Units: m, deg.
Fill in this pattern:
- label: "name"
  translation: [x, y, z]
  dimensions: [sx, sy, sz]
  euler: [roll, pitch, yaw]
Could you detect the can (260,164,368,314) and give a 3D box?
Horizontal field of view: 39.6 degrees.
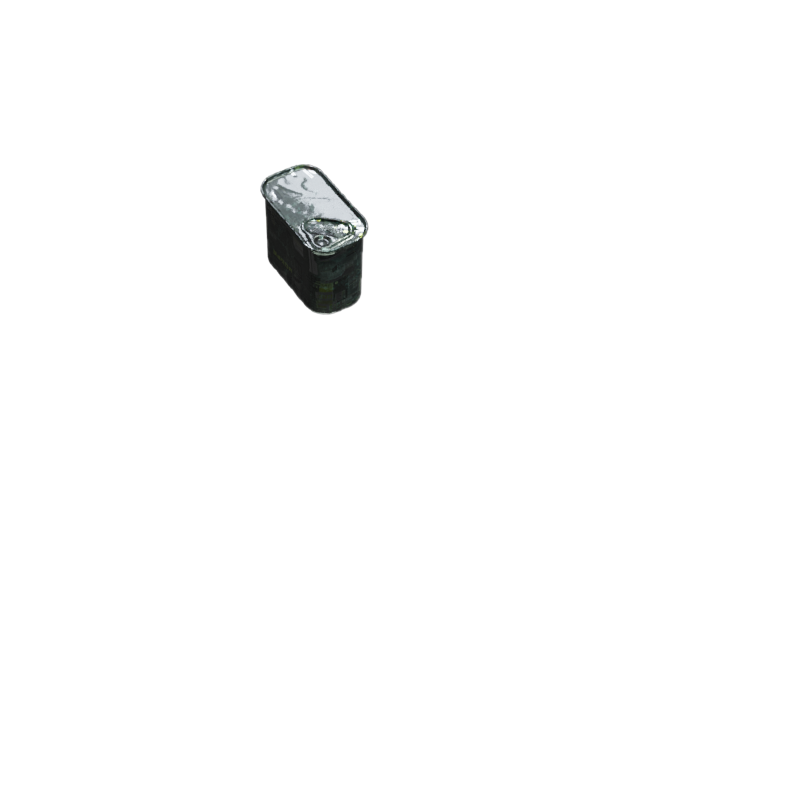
- label: "can"
  translation: [-0.073, -0.132, 0.928]
  dimensions: [0.057, 0.078, 0.110]
  euler: [-25, 54, -22]
